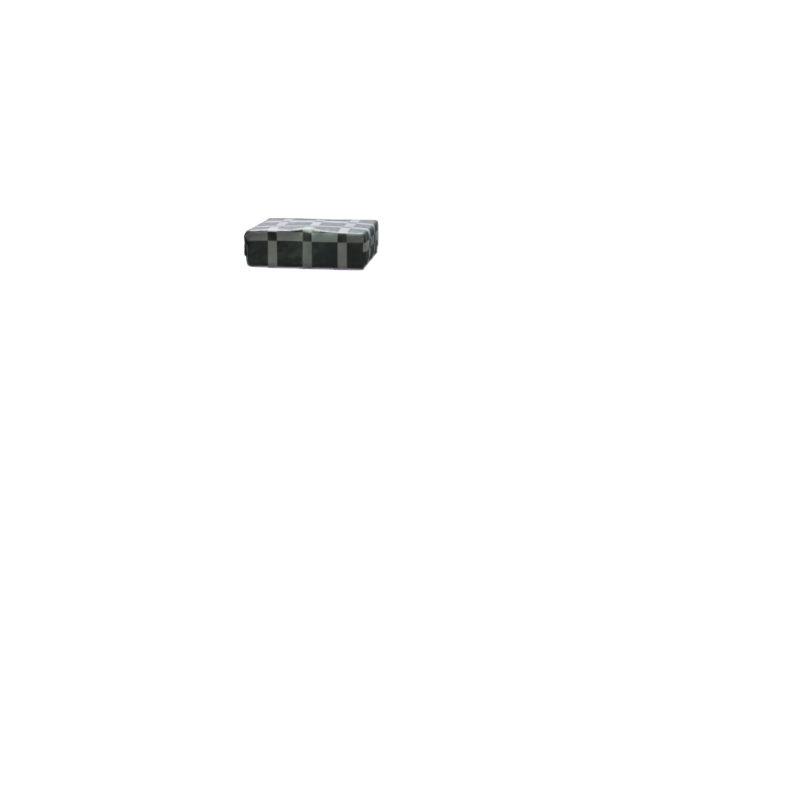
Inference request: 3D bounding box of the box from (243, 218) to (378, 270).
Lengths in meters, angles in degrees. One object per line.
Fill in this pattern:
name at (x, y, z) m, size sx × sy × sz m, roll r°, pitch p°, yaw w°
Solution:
box at (-0.065, -0.118, 0.825) m, size 0.090 × 0.029 × 0.074 m, roll 3°, pitch 15°, yaw 9°
